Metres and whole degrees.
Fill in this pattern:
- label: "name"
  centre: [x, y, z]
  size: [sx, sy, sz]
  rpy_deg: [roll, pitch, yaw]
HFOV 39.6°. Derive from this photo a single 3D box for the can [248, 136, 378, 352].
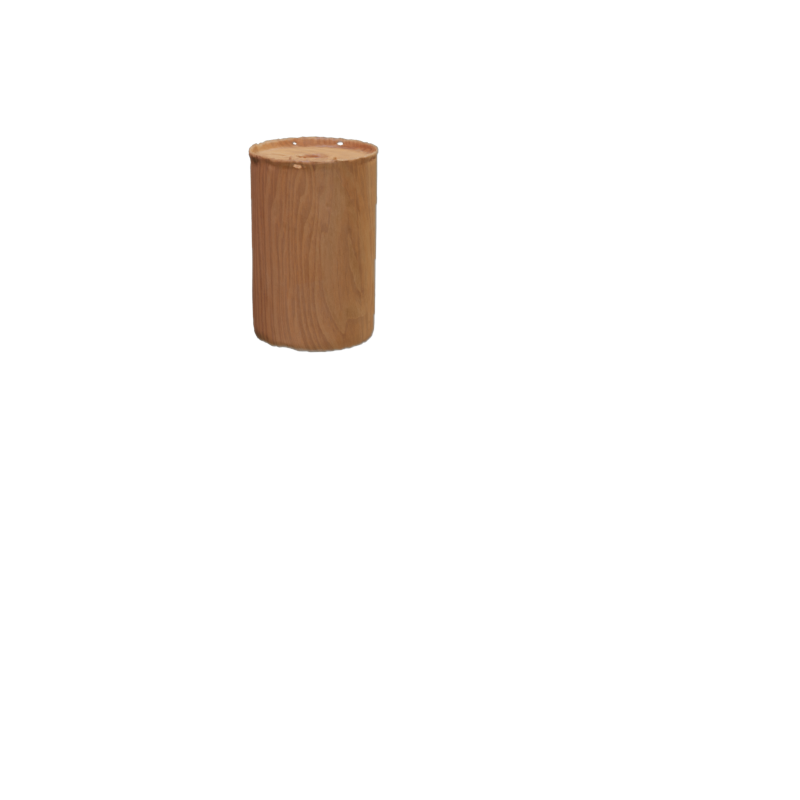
- label: "can"
  centre: [-0.046, -0.084, 0.591]
  size: [0.068, 0.098, 0.071]
  rpy_deg: [0, 18, -2]
